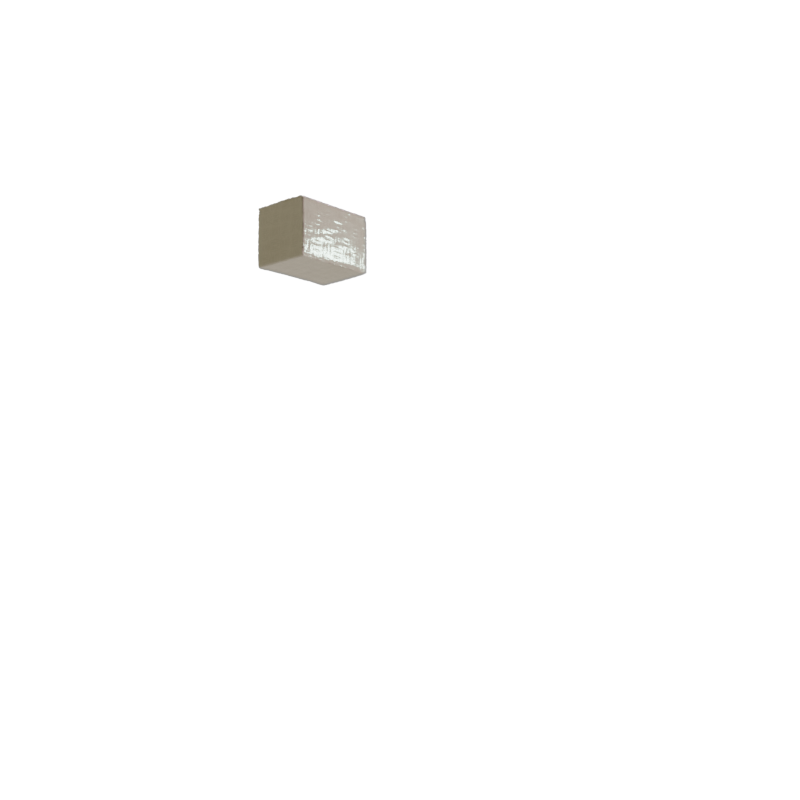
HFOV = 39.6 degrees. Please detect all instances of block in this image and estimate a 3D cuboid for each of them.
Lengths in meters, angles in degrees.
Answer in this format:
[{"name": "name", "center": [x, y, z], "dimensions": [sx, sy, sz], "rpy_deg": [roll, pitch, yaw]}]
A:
[{"name": "block", "center": [-0.071, -0.130, 0.909], "dimensions": [0.054, 0.053, 0.074], "rpy_deg": [-12, -17, 40]}]
